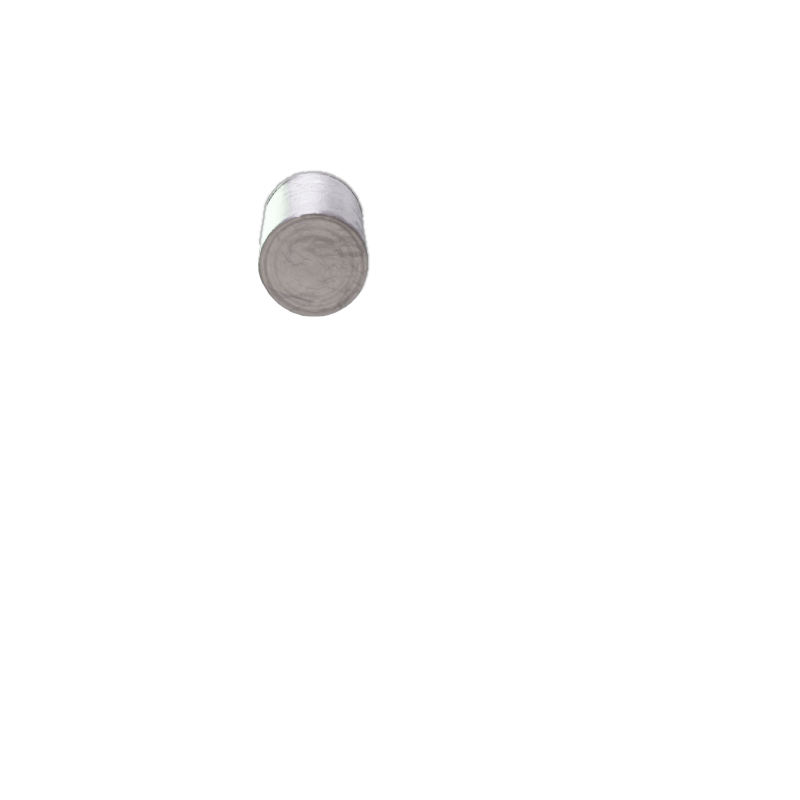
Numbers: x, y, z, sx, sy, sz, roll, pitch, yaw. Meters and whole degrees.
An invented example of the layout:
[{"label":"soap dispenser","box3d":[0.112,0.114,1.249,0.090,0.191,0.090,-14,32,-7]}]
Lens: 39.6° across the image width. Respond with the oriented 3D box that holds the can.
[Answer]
[{"label":"can","box3d":[-0.056,-0.101,0.709,0.068,0.066,0.107,0,22,-3]}]
